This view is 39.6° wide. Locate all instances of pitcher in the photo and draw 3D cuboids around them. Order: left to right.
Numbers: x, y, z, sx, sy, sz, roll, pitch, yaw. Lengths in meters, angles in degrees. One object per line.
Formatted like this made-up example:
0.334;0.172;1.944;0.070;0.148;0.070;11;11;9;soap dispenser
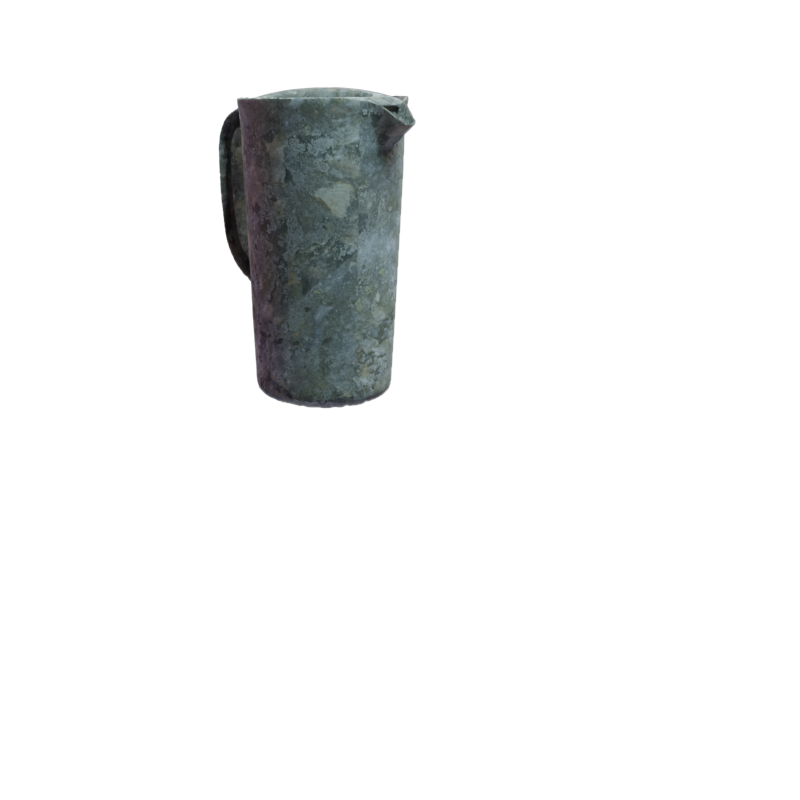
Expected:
-0.069;-0.126;0.882;0.143;0.238;0.154;-1;11;-9;pitcher
